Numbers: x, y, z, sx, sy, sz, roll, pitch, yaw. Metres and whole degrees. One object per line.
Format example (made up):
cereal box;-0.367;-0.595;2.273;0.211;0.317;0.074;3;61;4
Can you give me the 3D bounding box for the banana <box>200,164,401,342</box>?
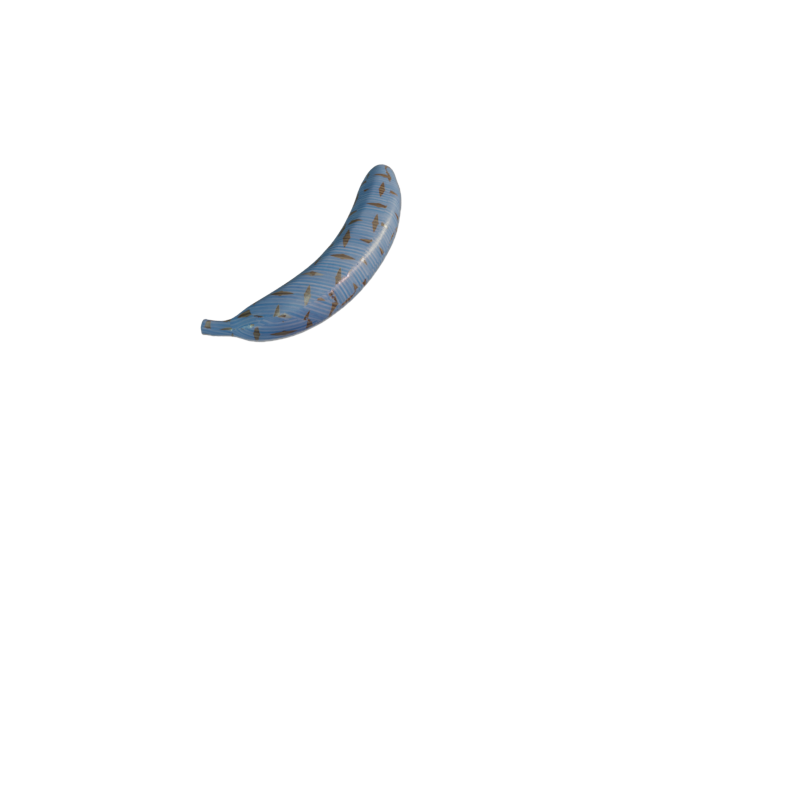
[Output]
banana;-0.049;-0.099;0.775;0.073;0.201;0.034;32;-31;21
